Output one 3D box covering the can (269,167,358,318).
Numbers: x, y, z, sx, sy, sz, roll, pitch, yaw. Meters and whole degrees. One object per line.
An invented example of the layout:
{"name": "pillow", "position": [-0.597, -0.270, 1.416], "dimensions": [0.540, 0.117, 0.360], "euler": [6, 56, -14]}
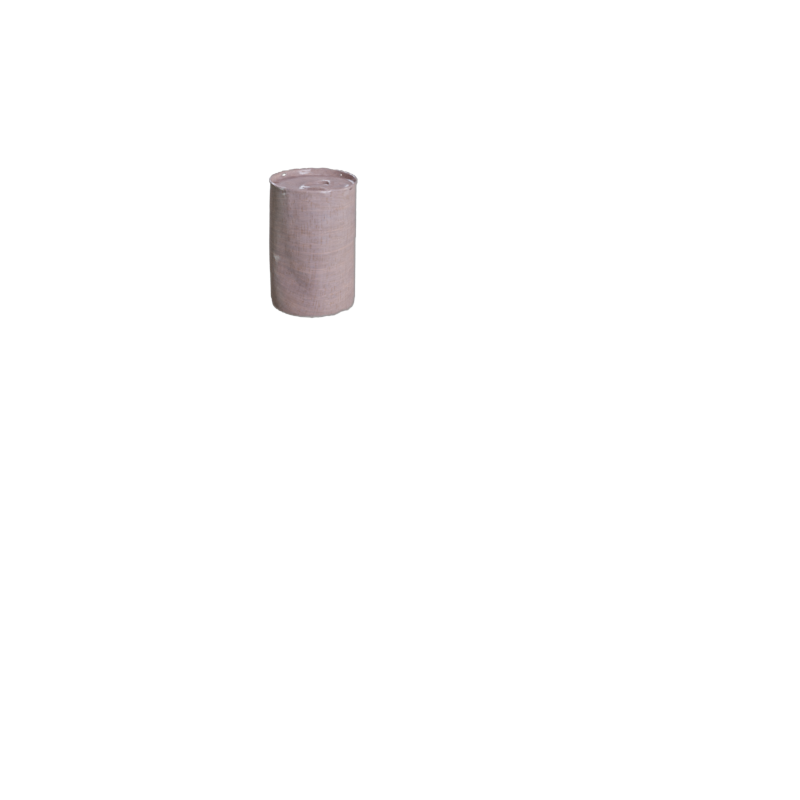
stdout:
{"name": "can", "position": [-0.067, -0.123, 0.861], "dimensions": [0.068, 0.098, 0.072], "euler": [0, 21, -2]}
